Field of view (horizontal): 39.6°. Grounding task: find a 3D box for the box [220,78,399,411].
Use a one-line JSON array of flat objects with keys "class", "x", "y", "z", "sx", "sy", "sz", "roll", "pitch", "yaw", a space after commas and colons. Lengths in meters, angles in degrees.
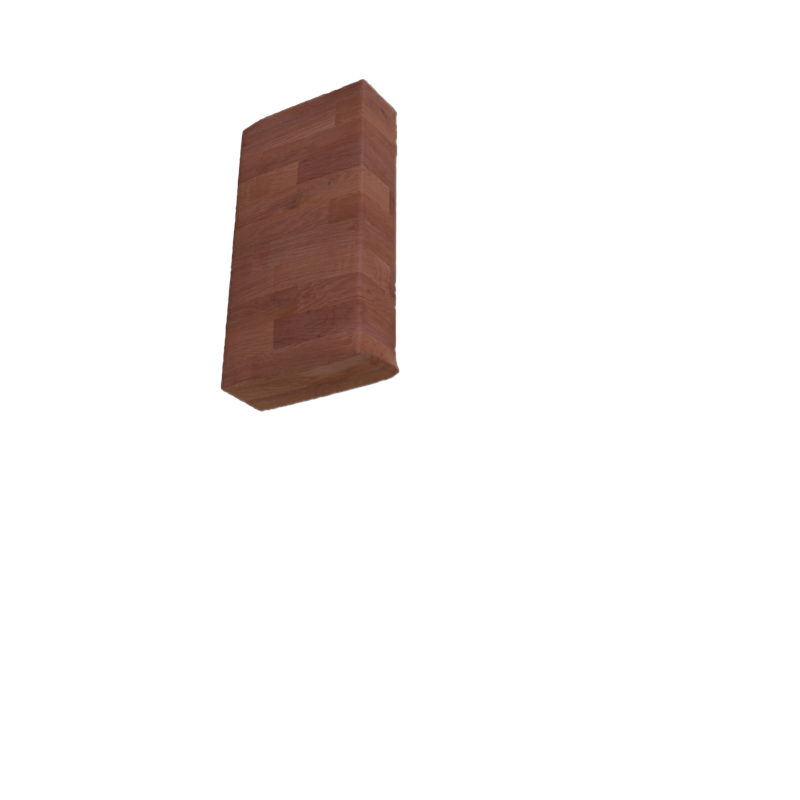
[{"class": "box", "x": -0.050, "y": -0.090, "z": 0.629, "sx": 0.094, "sy": 0.187, "sz": 0.045, "roll": -17, "pitch": -31, "yaw": 28}]
